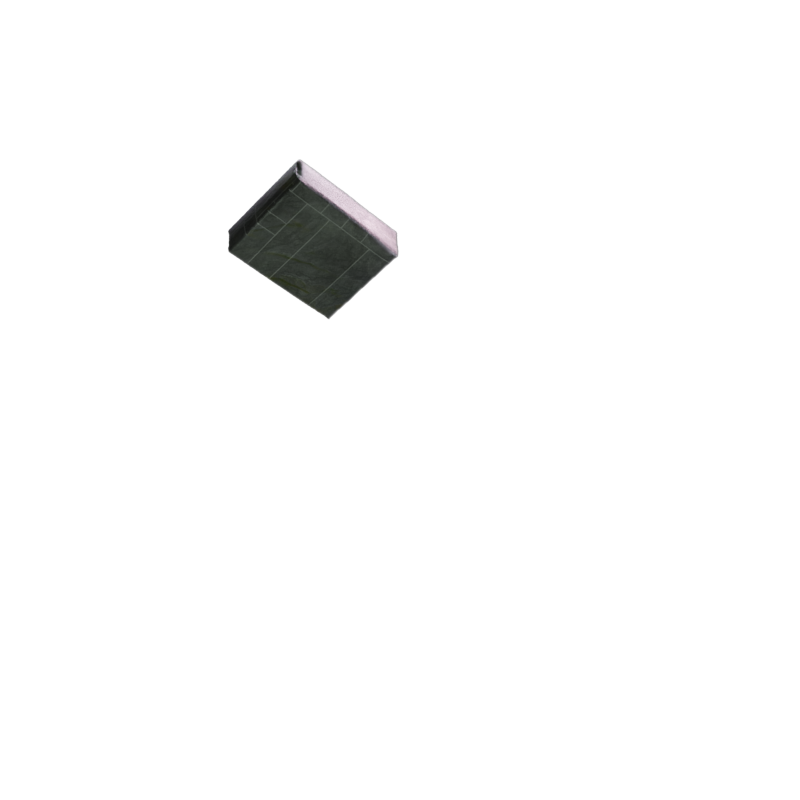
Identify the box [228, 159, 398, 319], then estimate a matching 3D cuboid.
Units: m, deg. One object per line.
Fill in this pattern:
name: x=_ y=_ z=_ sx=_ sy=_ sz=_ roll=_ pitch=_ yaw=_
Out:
box: x=-0.071 y=-0.129 z=0.906 sx=0.108 sy=0.088 sz=0.042 roll=36 pitch=28 yaw=-24
